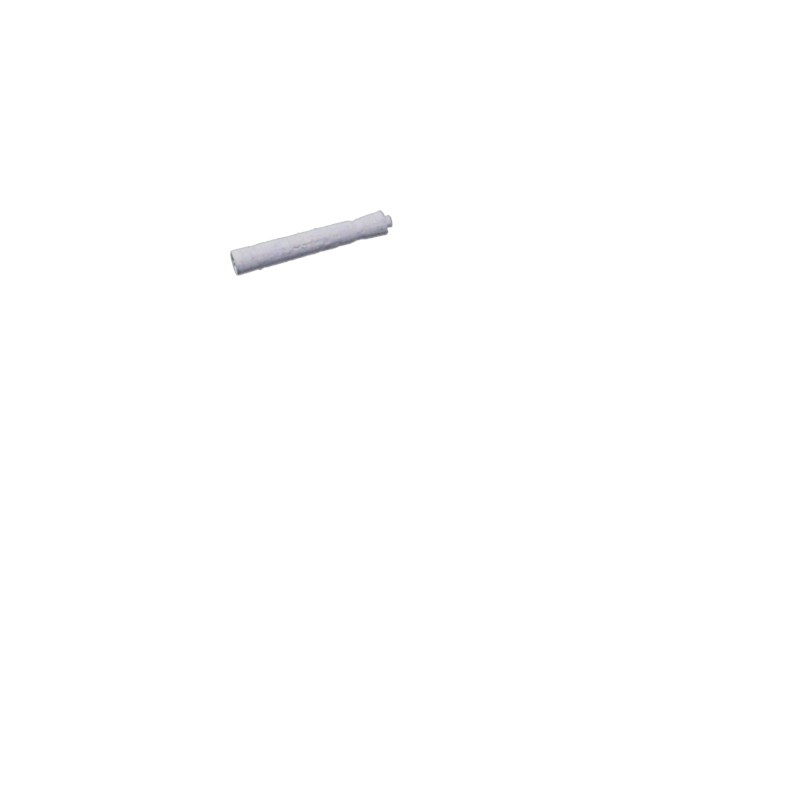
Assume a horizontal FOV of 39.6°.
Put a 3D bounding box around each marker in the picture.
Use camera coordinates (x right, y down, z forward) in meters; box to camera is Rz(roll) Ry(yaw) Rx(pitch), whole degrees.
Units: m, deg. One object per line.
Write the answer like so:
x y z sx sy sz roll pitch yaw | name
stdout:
-0.063 -0.115 0.805 0.120 0.019 0.020 -17 8 -12 | marker
